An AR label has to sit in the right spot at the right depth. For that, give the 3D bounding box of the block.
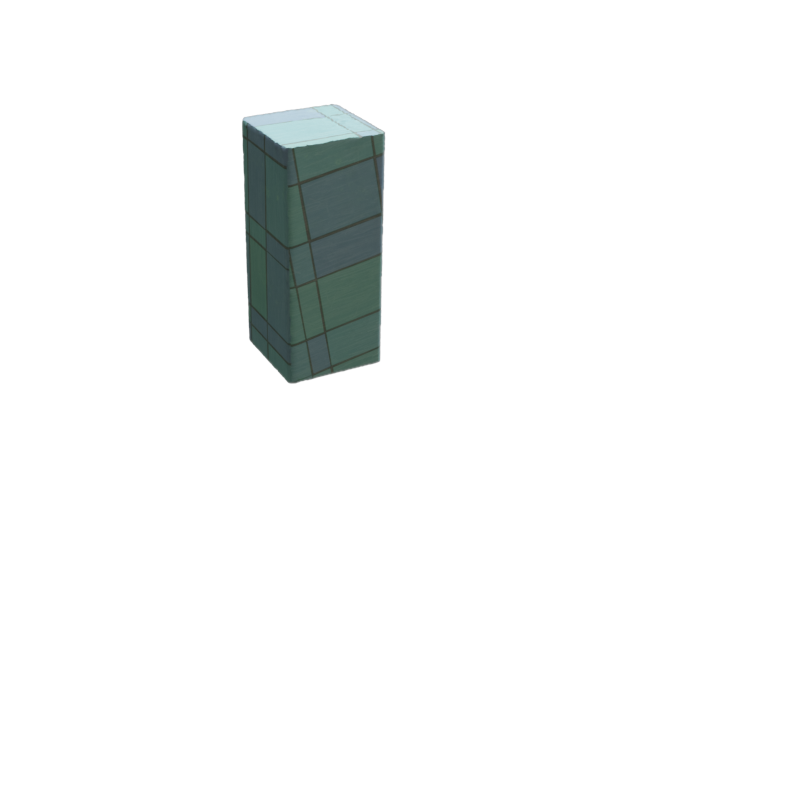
[{"bbox_3d":[-0.073,-0.132,0.927,0.088,0.195,0.097,-12,30,-26],"label":"block"}]
